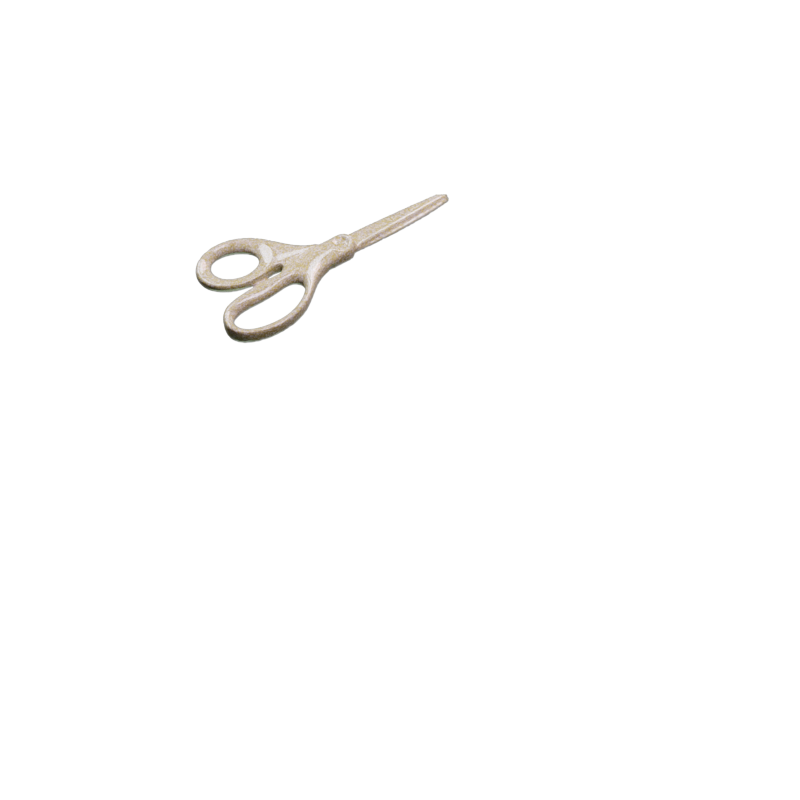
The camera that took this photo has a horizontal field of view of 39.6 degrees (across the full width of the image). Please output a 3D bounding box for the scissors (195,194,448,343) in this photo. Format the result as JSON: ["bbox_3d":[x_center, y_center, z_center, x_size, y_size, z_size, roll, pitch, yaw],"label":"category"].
[{"bbox_3d":[-0.062,-0.113,0.794,0.101,0.015,0.205,30,56,24],"label":"scissors"}]
